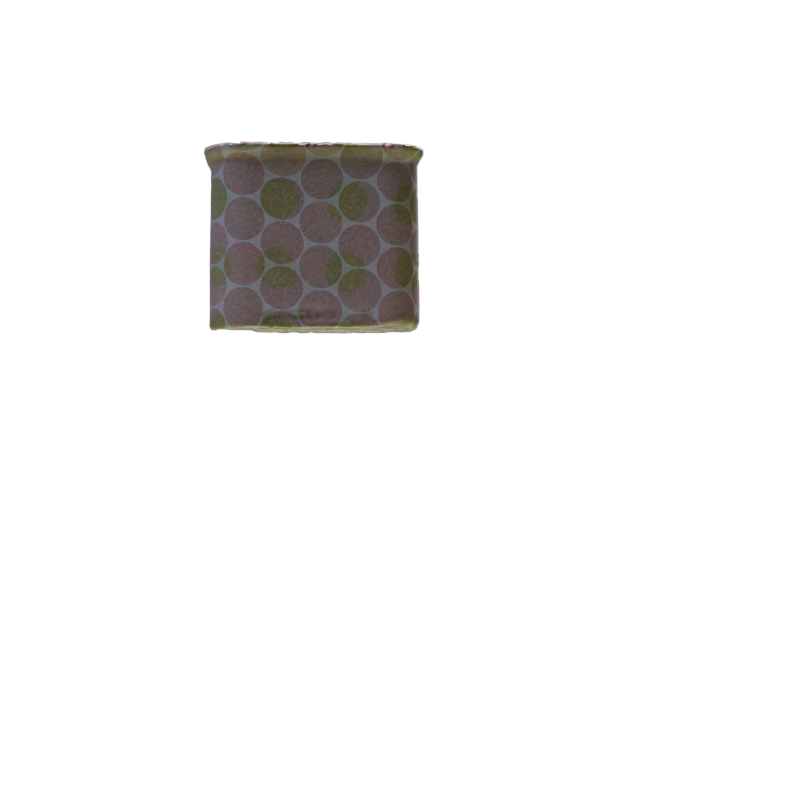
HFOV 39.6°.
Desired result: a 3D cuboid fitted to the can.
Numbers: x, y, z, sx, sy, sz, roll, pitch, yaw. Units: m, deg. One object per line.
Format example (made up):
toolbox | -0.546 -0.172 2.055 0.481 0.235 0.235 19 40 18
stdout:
can | -0.041 -0.074 0.518 0.101 0.085 0.057 0 -4 -4
